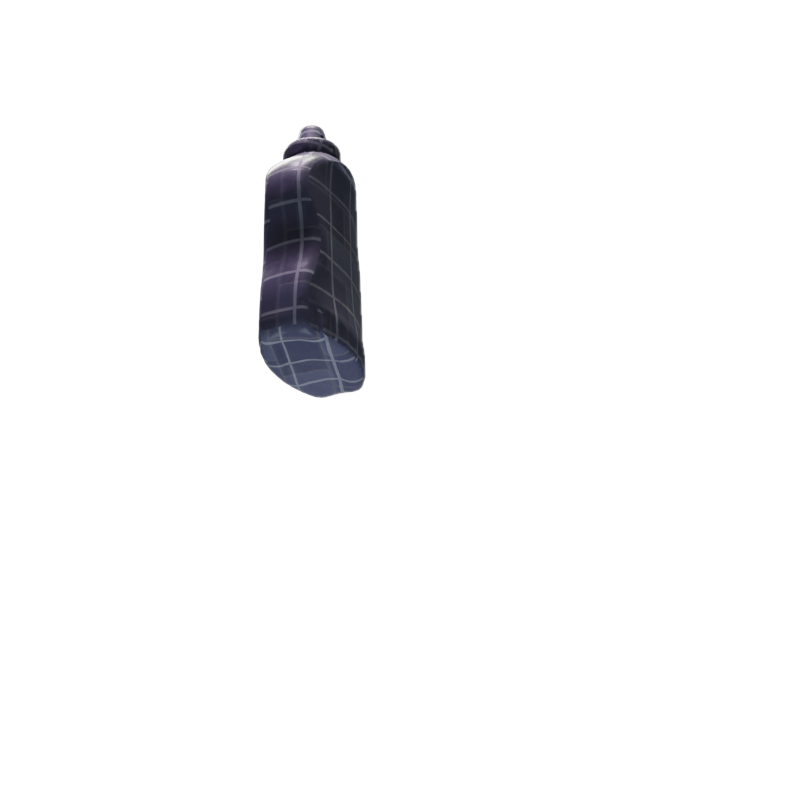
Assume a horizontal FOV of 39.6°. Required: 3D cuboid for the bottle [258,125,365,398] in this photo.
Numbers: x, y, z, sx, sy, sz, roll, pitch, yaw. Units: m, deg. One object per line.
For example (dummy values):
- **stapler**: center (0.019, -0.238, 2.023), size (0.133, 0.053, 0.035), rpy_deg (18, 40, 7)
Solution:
- **bottle**: center (-0.059, -0.106, 0.744), size (0.059, 0.205, 0.089), rpy_deg (-15, -33, 19)
